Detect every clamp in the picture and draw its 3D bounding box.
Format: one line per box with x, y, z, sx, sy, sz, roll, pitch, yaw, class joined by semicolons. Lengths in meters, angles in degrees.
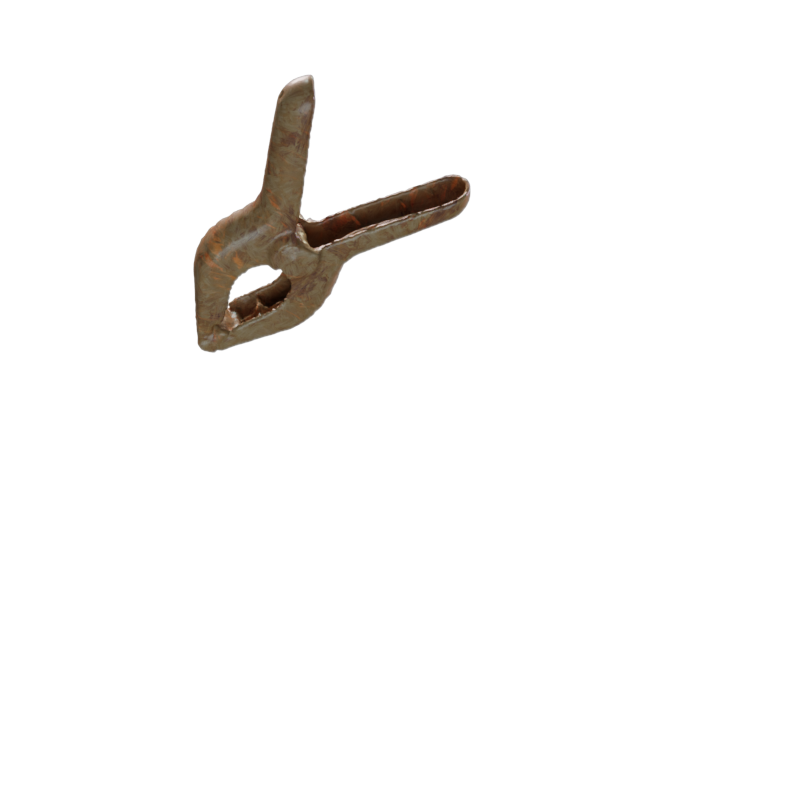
-0.047;-0.085;0.598;0.115;0.167;0.042;26;35;-20;clamp
